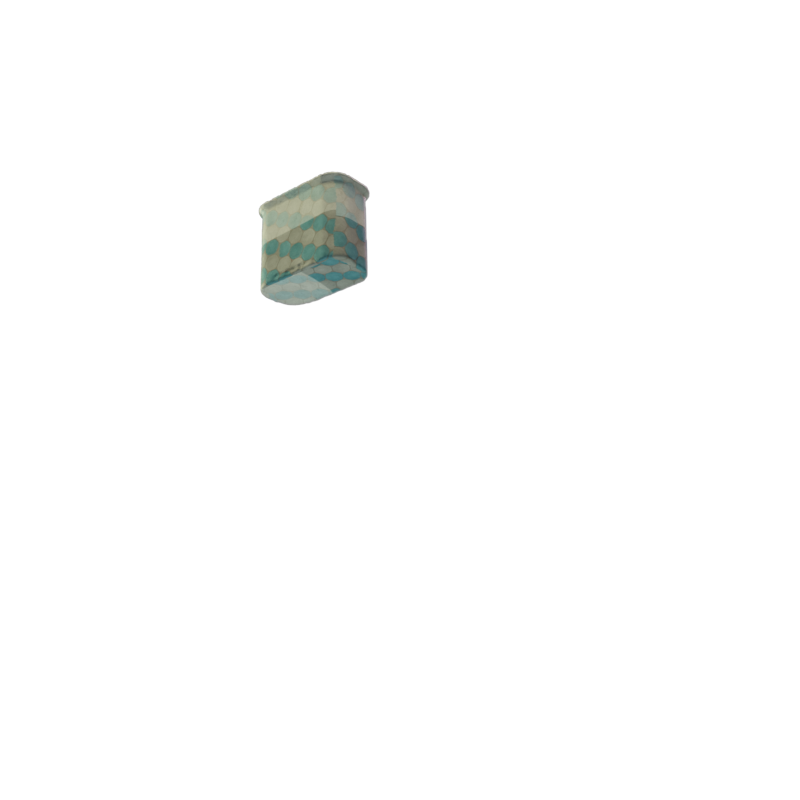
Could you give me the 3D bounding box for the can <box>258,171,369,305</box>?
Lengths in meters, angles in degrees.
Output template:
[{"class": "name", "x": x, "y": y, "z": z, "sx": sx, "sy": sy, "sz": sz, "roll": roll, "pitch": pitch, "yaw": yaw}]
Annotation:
[{"class": "can", "x": -0.075, "y": -0.137, "z": 0.959, "sx": 0.103, "sy": 0.089, "sz": 0.054, "roll": -21, "pitch": -33, "yaw": 34}]
